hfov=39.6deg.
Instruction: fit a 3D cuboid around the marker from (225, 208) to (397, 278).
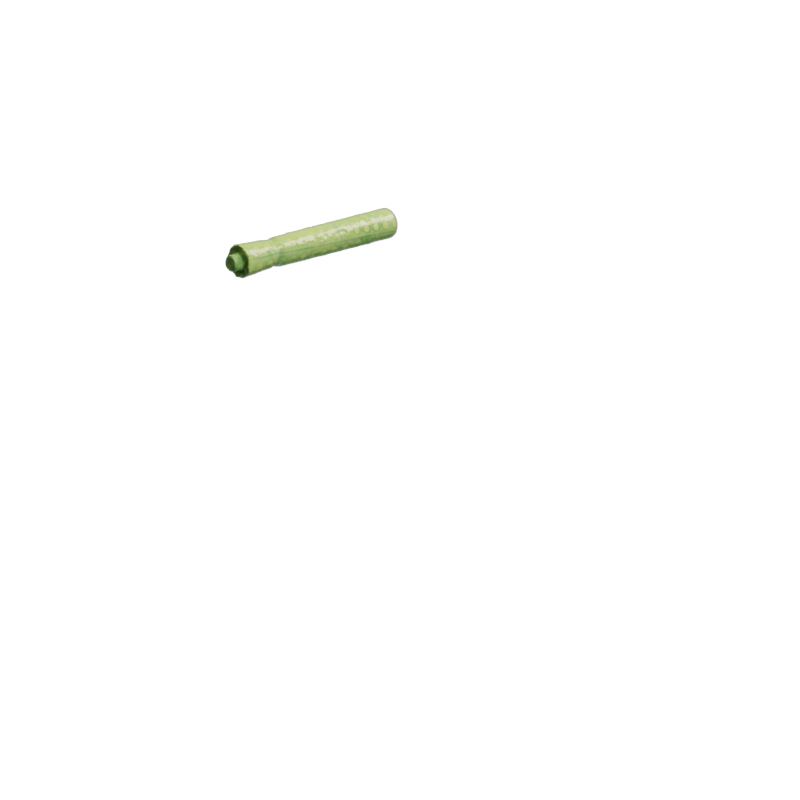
[{"bbox_3d":[-0.050,-0.090,0.633,0.119,0.019,0.021,-22,18,-41],"label":"marker"}]
